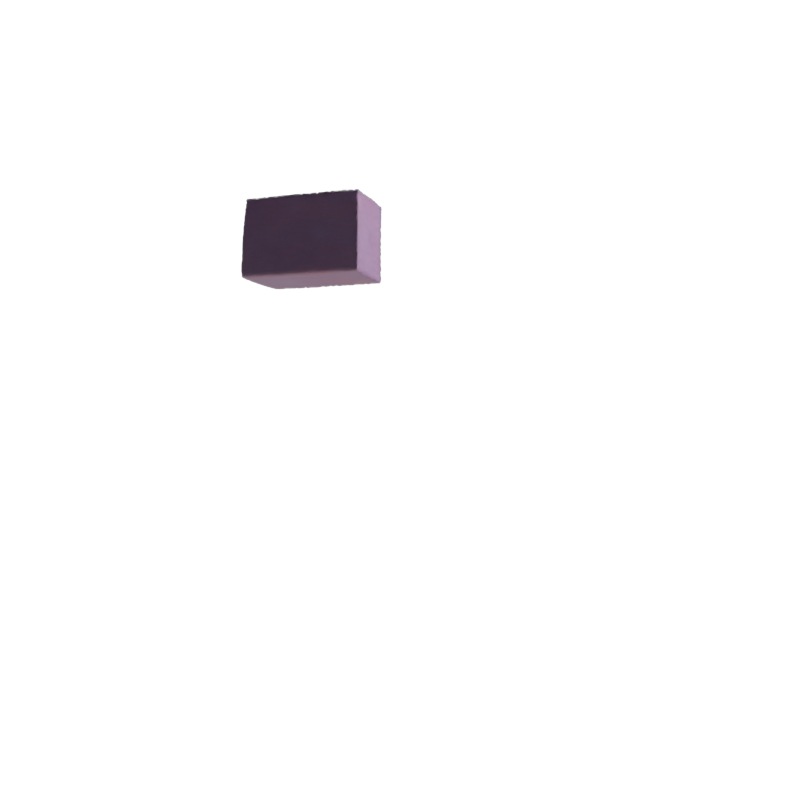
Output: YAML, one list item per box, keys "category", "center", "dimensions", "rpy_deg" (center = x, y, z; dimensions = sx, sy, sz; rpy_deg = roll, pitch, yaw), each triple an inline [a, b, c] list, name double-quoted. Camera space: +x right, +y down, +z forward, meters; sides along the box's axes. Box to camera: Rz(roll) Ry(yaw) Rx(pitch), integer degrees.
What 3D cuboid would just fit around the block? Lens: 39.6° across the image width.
- category: "block"
  center: [-0.056, -0.101, 0.709]
  dimensions: [0.080, 0.052, 0.050]
  rpy_deg: [-2, -8, 18]
